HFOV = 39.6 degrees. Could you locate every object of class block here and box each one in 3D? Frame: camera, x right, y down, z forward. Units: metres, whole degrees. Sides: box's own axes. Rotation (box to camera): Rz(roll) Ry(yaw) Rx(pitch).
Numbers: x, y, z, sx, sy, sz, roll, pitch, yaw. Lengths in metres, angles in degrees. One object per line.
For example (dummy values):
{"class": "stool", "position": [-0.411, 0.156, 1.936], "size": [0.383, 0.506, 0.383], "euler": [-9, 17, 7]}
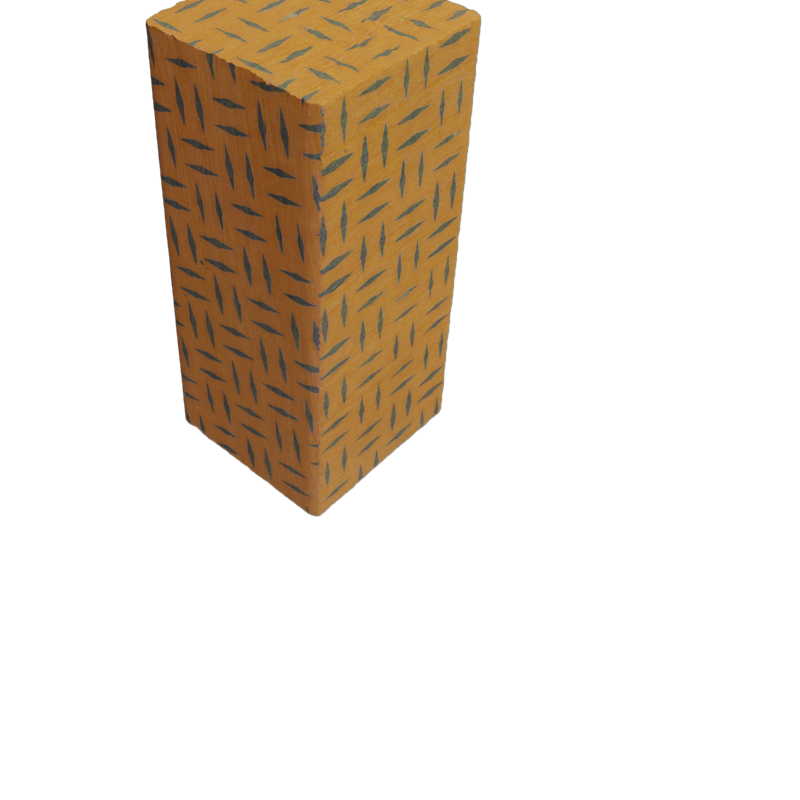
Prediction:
{"class": "block", "position": [-0.036, -0.066, 0.461], "size": [0.096, 0.192, 0.091], "euler": [31, 49, 28]}
